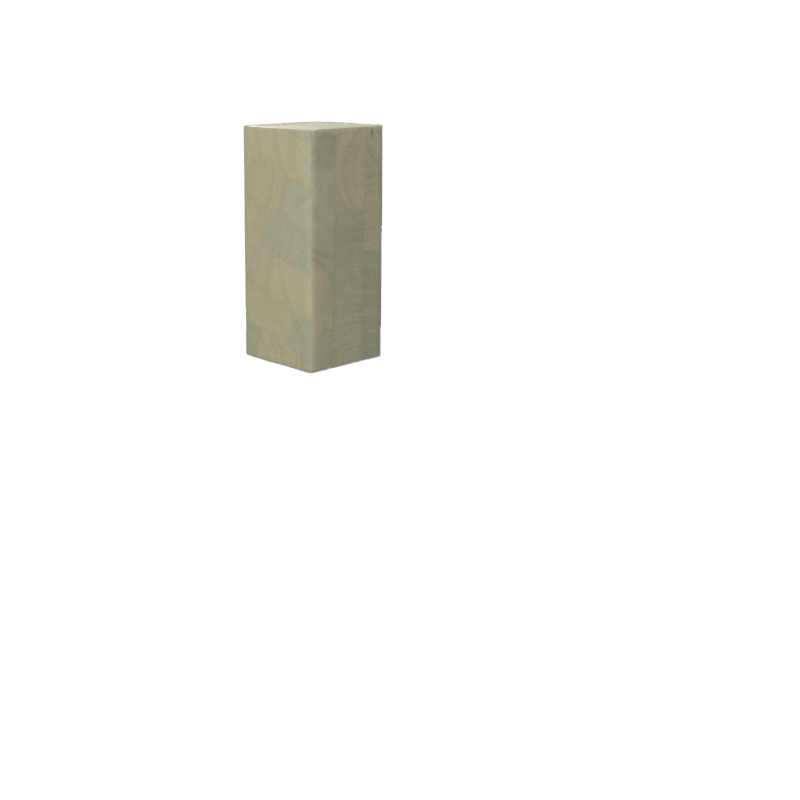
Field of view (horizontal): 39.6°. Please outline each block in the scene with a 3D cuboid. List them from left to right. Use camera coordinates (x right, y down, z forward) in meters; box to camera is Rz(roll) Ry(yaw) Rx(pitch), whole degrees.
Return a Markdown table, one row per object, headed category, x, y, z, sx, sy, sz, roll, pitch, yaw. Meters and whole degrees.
| category | x | y | z | sx | sy | sz | roll | pitch | yaw |
| --- | --- | --- | --- | --- | --- | --- | --- | --- | --- |
| block | -0.076 | -0.139 | 0.977 | 0.088 | 0.201 | 0.095 | -10 | 15 | -44 |
